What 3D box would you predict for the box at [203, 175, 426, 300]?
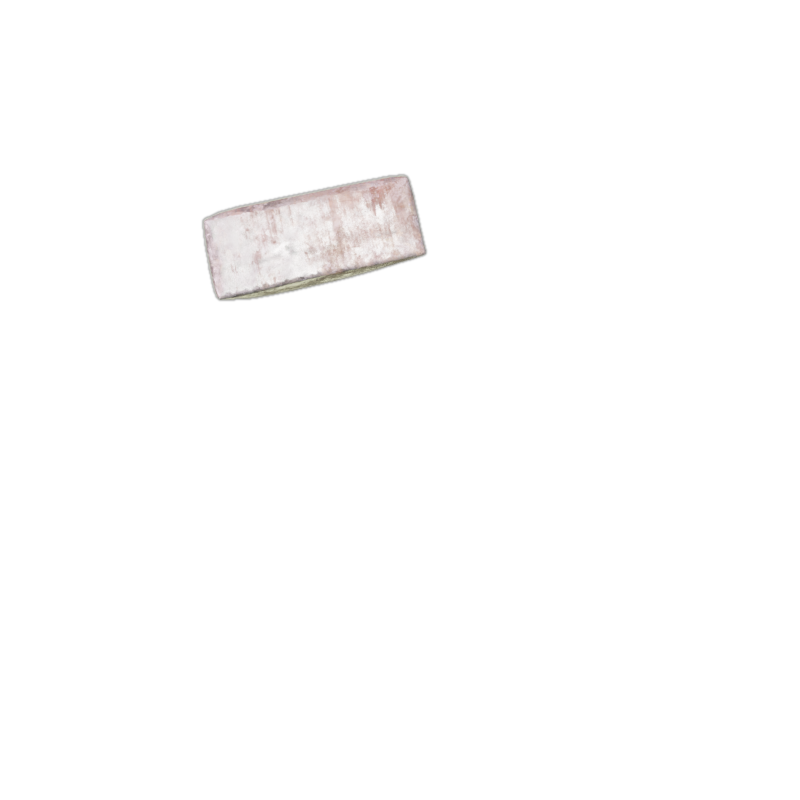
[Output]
[{"bbox_3d":[-0.073,-0.134,0.939,0.164,0.072,0.215,-13,5,-2],"label":"box"}]
